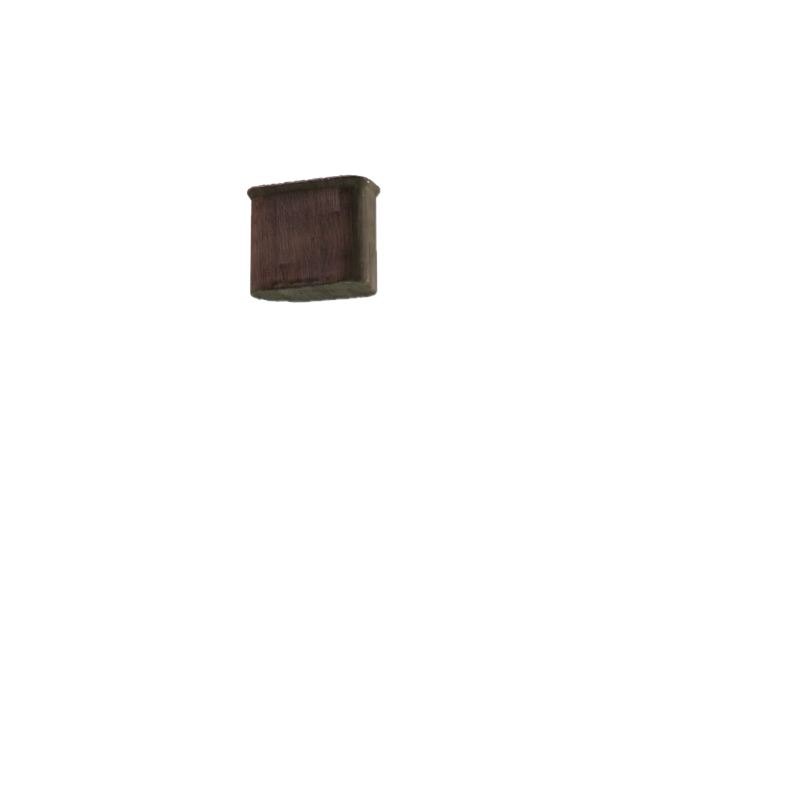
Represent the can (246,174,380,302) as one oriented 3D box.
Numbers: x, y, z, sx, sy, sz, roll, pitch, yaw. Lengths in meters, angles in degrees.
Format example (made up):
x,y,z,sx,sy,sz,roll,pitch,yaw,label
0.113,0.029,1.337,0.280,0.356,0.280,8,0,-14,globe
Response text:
x,y,z,sx,sy,sz,roll,pitch,yaw,label
-0.067,-0.122,0.854,0.104,0.087,0.054,-4,-13,20,can
